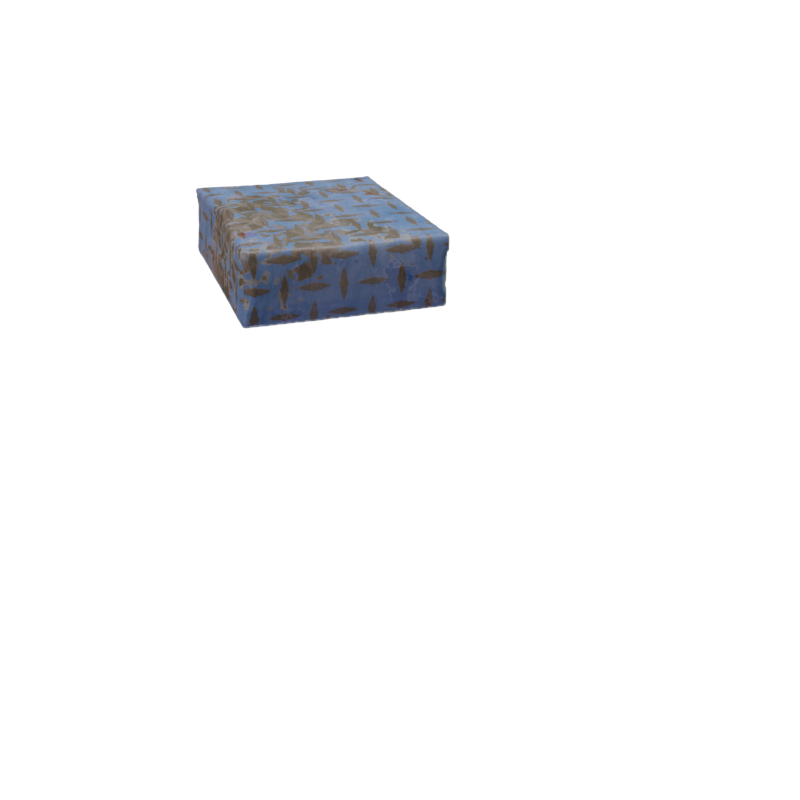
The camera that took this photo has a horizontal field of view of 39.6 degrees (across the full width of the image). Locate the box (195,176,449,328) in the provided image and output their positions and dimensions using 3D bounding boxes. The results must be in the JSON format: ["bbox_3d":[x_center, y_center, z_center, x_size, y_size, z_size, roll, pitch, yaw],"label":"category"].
[{"bbox_3d":[-0.032,-0.058,0.409,0.072,0.029,0.095,-7,25,-16],"label":"box"}]
